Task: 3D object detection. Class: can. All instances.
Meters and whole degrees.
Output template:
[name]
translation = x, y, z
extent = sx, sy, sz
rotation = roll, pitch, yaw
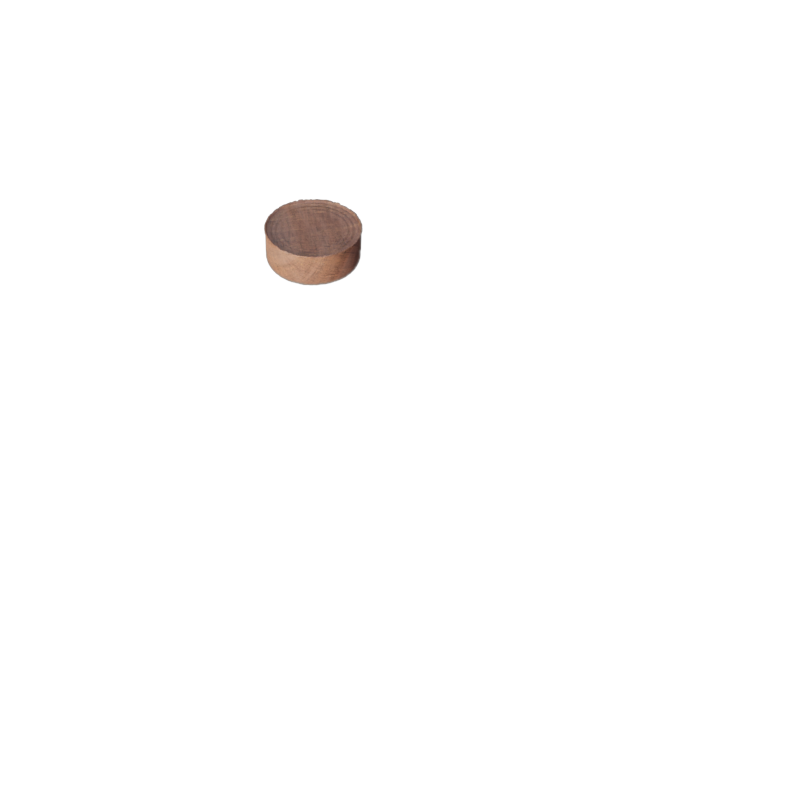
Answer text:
[can]
translation = -0.076, -0.139, 0.976
extent = 0.086, 0.031, 0.092
rotation = -1, 42, -2
